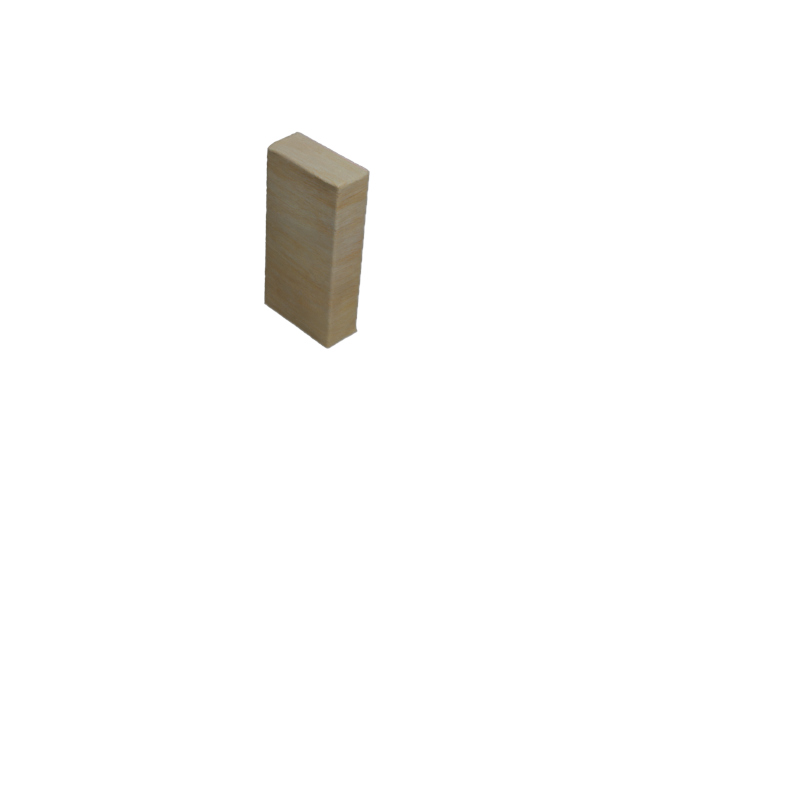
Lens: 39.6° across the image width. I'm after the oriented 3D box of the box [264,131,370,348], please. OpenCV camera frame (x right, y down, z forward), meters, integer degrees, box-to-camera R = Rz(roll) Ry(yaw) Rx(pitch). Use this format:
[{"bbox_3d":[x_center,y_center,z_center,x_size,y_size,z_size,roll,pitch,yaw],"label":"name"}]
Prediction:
[{"bbox_3d":[-0.078,-0.142,0.994,0.048,0.165,0.100,-30,49,-34],"label":"box"}]
